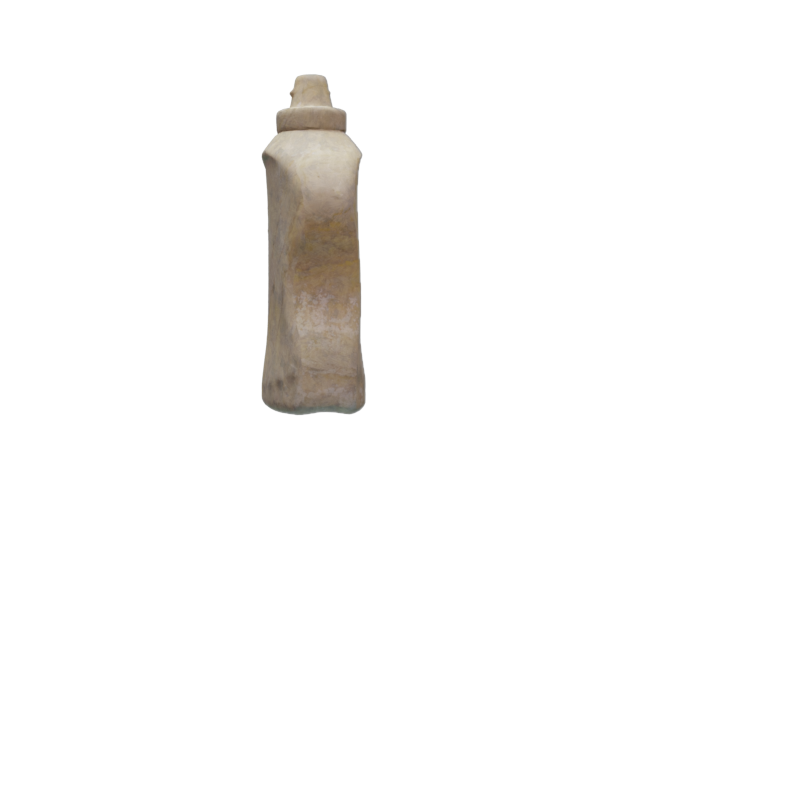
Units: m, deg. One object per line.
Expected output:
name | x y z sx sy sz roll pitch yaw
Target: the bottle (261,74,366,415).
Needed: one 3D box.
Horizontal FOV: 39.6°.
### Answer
bottle | -0.050 -0.091 0.639 0.058 0.193 0.097 0 -1 -11
